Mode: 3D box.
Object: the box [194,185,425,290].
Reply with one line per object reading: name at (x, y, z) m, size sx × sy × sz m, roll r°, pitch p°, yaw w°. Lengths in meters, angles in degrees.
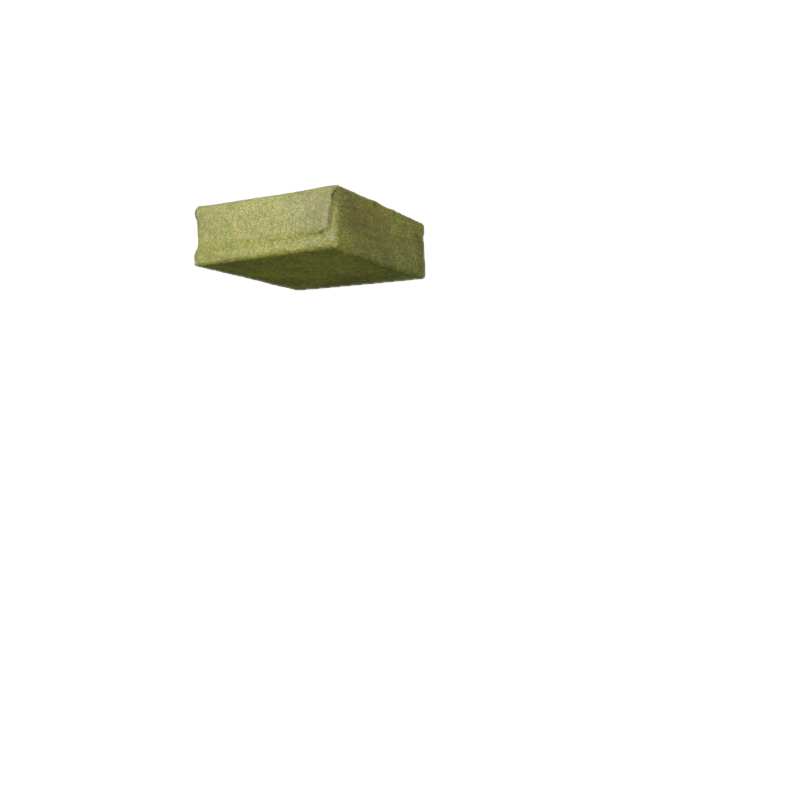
box at (-0.040, -0.073, 0.509) m, size 0.075 × 0.031 × 0.085 m, roll -3°, pitch -6°, yaw 29°
